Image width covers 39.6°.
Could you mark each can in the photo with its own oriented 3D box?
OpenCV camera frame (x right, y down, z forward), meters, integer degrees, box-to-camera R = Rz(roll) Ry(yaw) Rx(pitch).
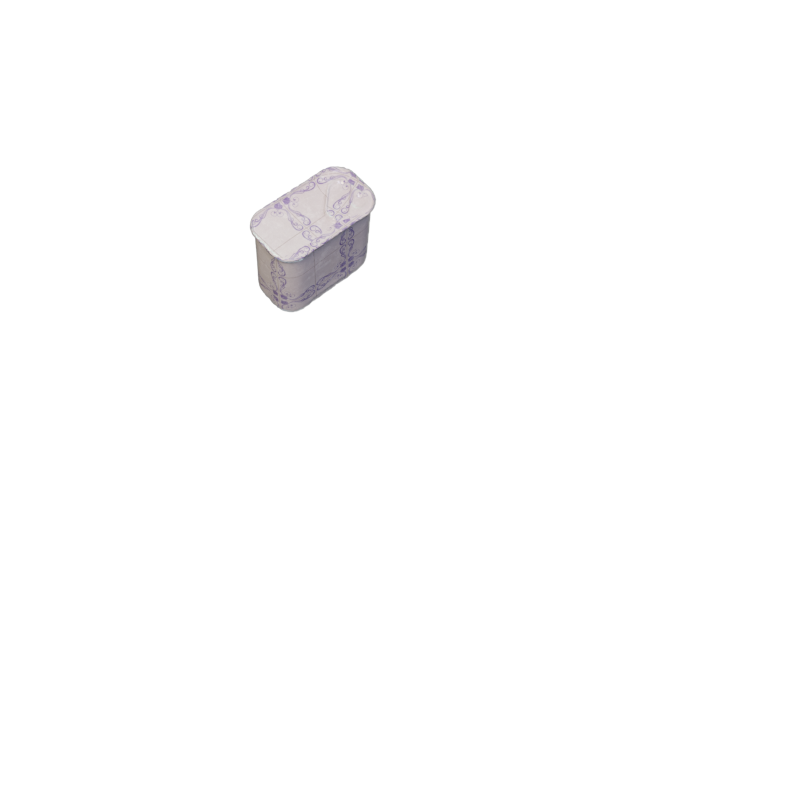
[{"bbox_3d":[-0.071,-0.130,0.910,0.102,0.061,0.079,-37,-22,-21],"label":"can"}]
